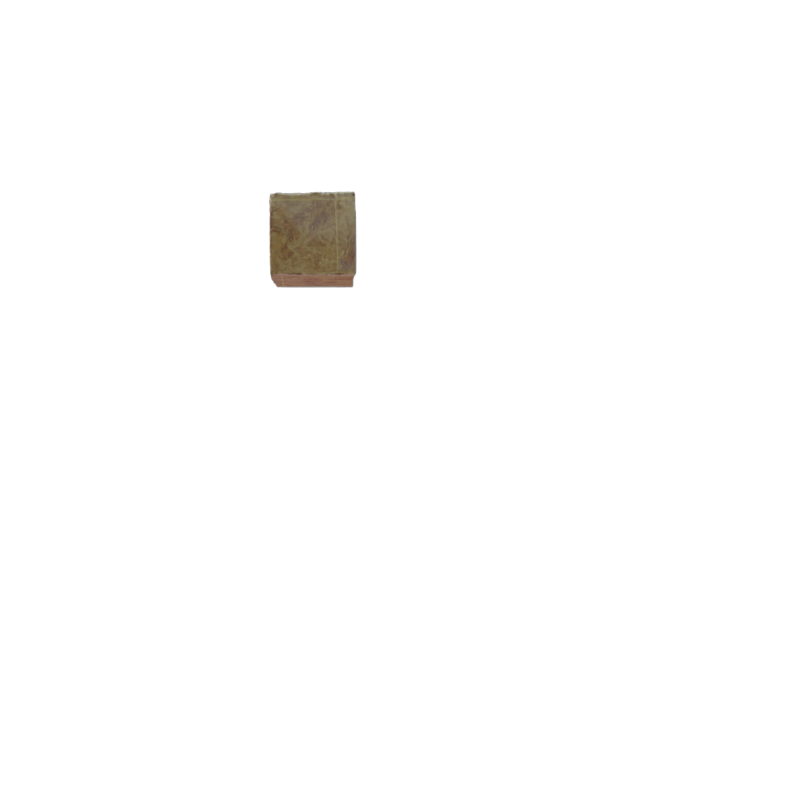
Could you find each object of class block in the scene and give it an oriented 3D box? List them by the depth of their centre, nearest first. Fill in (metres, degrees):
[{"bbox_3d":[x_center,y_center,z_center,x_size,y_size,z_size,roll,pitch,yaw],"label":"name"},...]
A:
[{"bbox_3d":[-0.054,-0.099,0.695,0.053,0.052,0.077,0,-2,-3],"label":"block"}]
